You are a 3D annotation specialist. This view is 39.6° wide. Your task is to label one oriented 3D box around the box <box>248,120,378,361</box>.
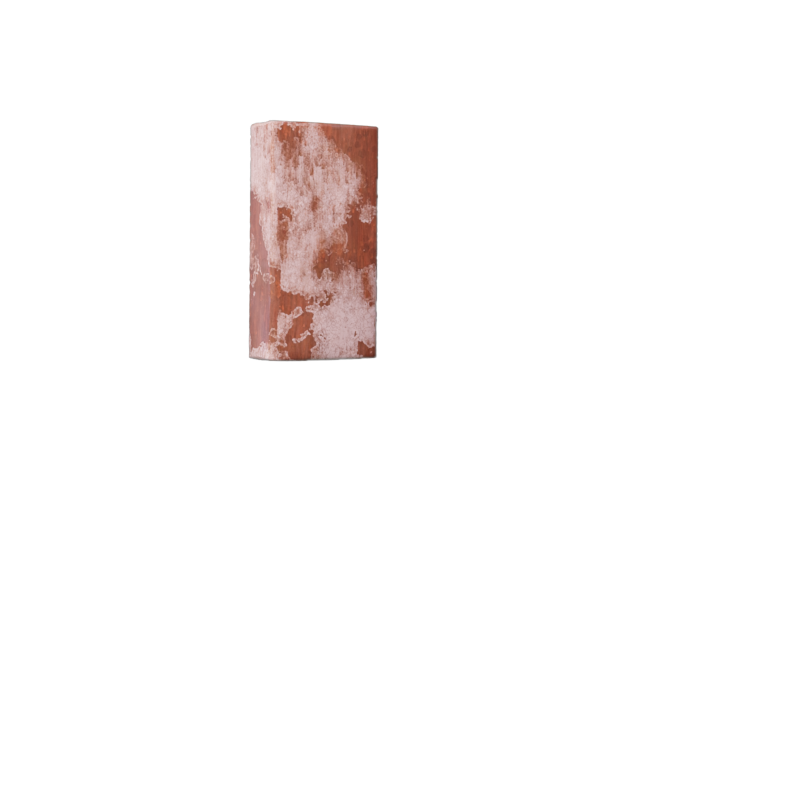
[{"bbox_3d":[-0.065,-0.119,0.832,0.090,0.177,0.049,0,-1,-30],"label":"box"}]
